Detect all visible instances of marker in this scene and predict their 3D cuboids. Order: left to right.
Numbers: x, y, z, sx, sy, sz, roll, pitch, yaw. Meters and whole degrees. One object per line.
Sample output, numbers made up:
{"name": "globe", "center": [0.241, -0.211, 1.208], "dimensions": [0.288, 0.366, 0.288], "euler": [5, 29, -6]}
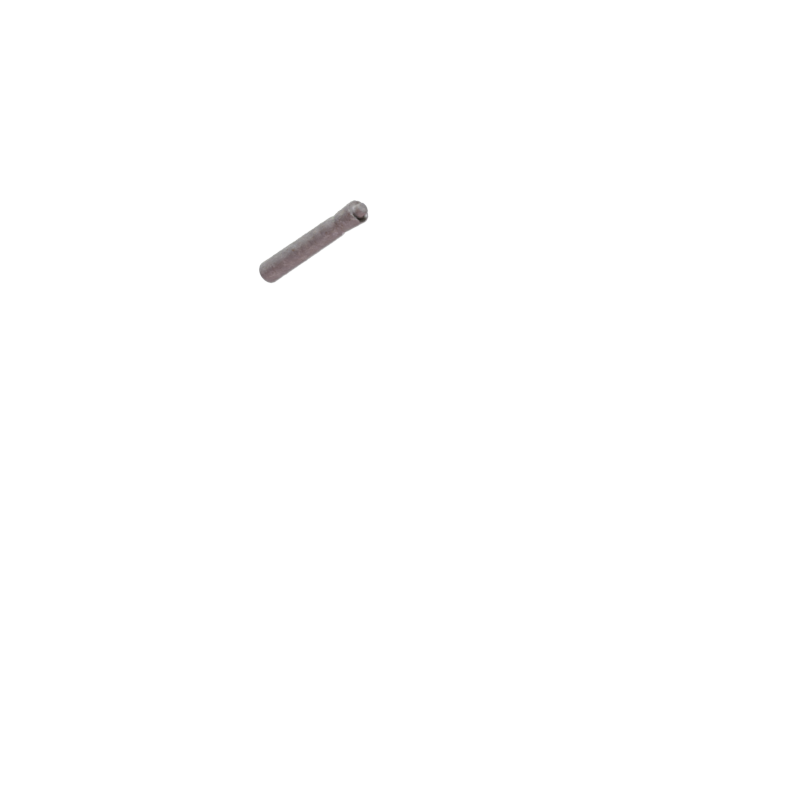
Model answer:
{"name": "marker", "center": [-0.067, -0.123, 0.860], "dimensions": [0.019, 0.021, 0.121], "euler": [-3, -17, -45]}
